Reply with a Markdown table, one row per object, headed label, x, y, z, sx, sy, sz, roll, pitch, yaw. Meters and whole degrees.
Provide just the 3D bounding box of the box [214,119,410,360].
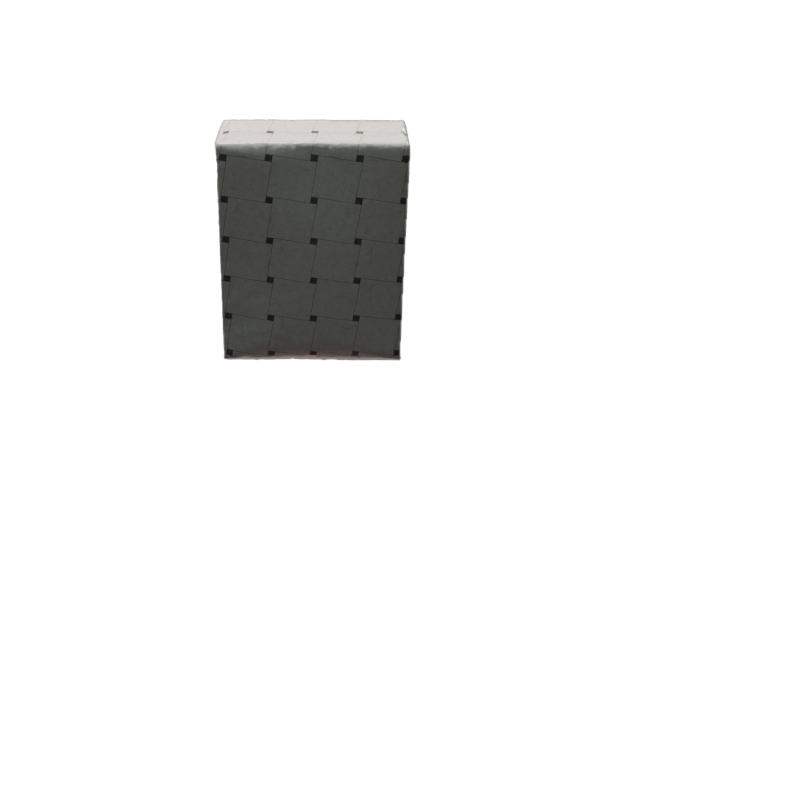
| label | x | y | z | sx | sy | sz | roll | pitch | yaw |
| --- | --- | --- | --- | --- | --- | --- | --- | --- | --- |
| box | -0.077 | -0.141 | 0.988 | 0.164 | 0.202 | 0.076 | 1 | 28 | -1 |
